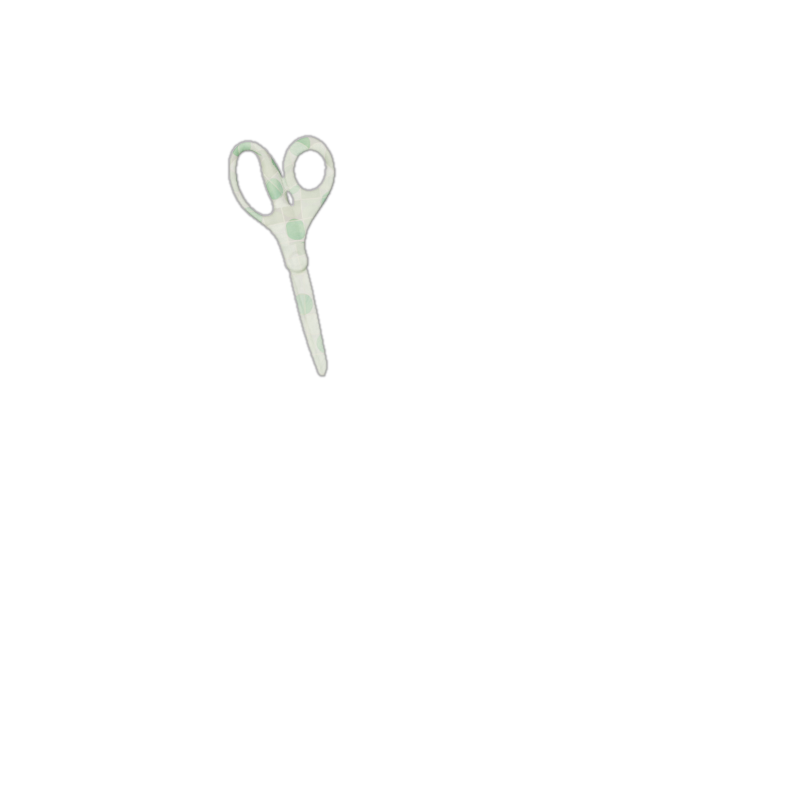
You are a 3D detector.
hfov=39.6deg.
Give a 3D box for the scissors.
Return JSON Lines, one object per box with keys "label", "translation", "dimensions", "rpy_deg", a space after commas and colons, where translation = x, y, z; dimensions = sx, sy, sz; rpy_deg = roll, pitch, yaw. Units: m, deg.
{"label": "scissors", "translation": [-0.072, -0.131, 0.915], "dimensions": [0.096, 0.205, 0.015], "rpy_deg": [-28, -7, -4]}
